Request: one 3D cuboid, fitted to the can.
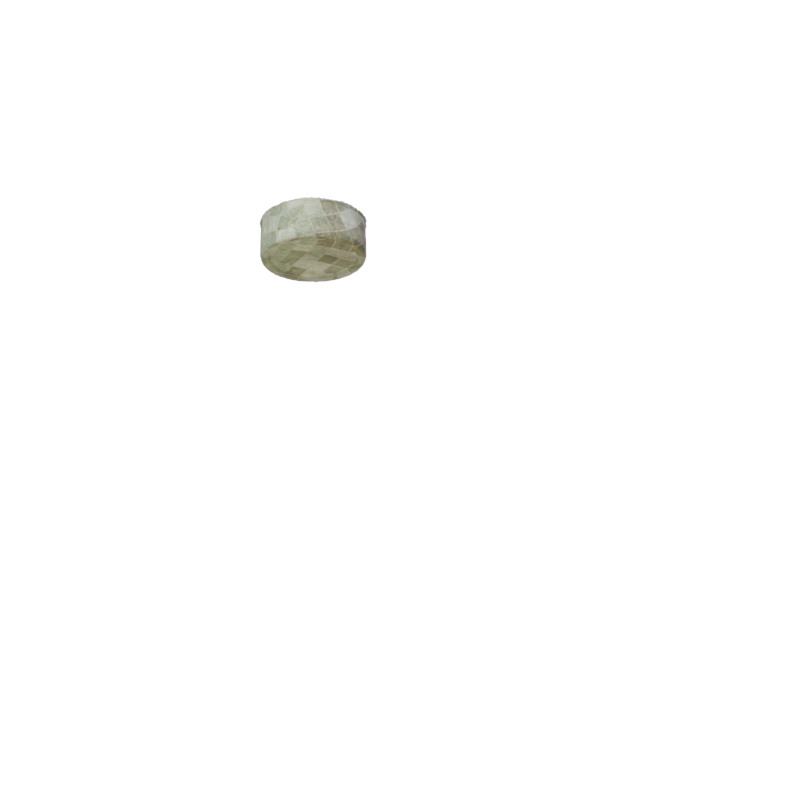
[{"bbox_3d":[-0.069,-0.126,0.885,0.086,0.035,0.081,0,-21,-2],"label":"can"}]
